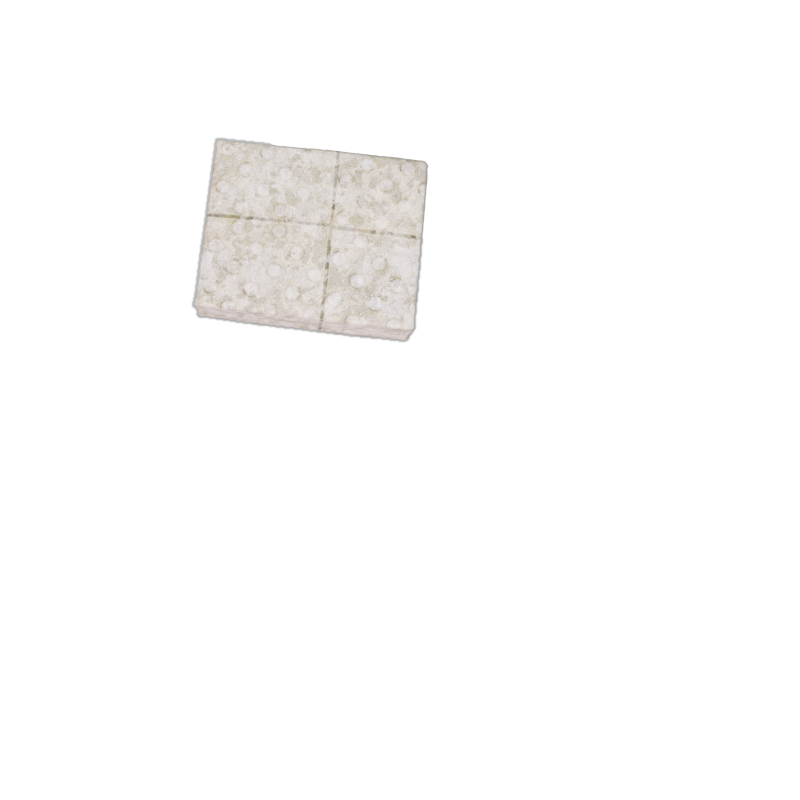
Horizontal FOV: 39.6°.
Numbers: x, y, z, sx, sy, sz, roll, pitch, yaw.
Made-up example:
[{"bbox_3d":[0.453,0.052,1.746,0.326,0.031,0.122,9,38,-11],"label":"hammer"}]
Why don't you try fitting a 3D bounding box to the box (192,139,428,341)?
[{"bbox_3d":[-0.045,-0.082,0.573,0.114,0.093,0.037,5,-16,1],"label":"box"}]
